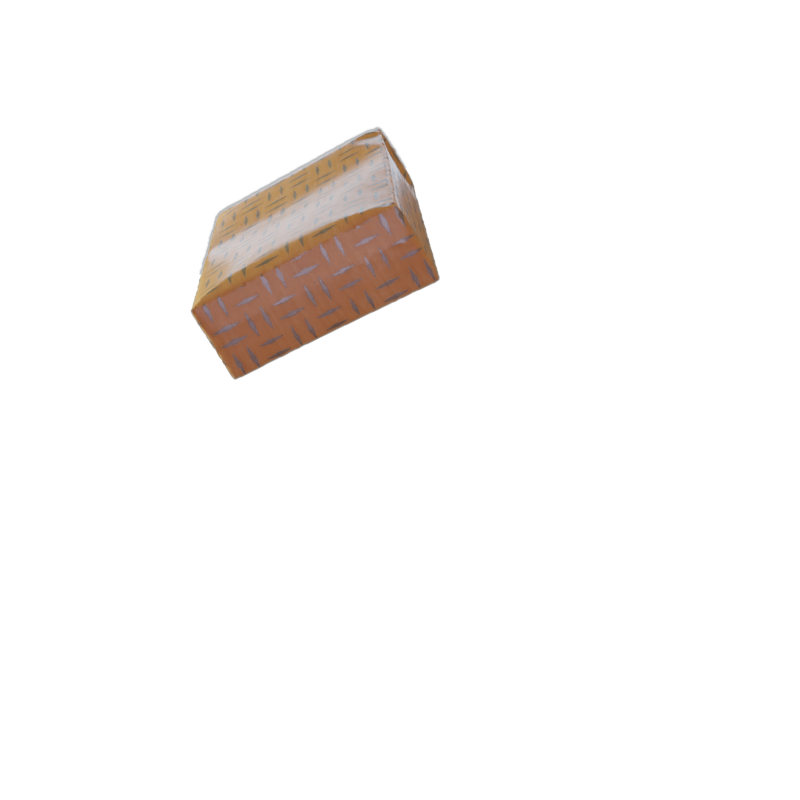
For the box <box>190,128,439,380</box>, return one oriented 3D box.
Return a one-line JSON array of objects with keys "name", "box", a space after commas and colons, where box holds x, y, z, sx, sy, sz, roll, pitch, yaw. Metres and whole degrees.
[{"name": "box", "box": [-0.067, -0.122, 0.852, 0.164, 0.068, 0.226, -26, 25, 9]}]
